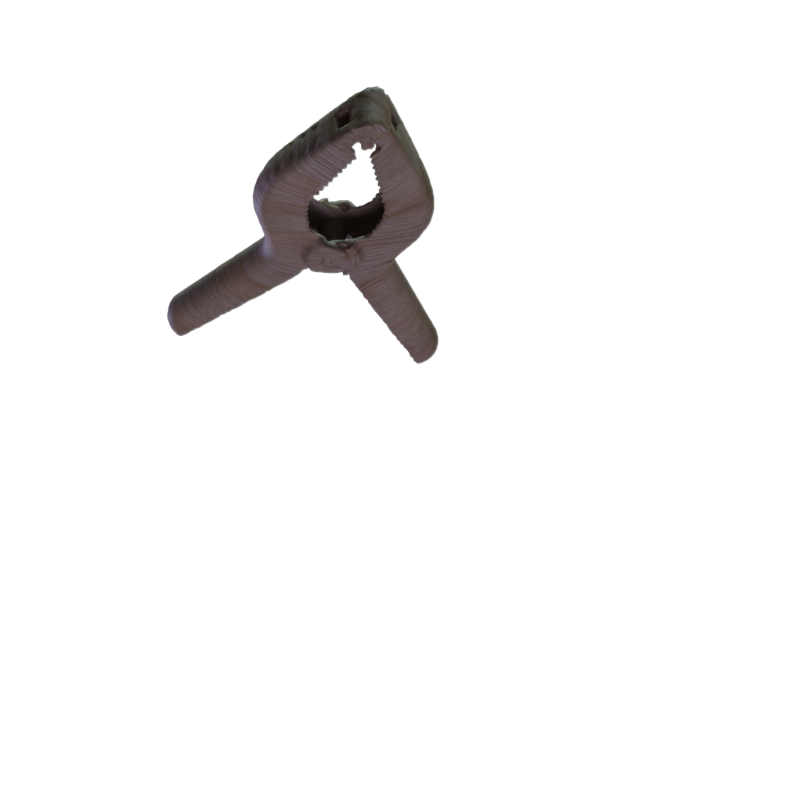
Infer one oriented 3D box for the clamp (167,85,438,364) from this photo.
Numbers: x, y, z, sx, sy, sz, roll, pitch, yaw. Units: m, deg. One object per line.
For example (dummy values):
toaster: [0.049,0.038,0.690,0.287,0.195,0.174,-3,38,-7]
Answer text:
clamp: [-0.047,-0.086,0.605,0.163,0.039,0.197,3,-34,-5]
